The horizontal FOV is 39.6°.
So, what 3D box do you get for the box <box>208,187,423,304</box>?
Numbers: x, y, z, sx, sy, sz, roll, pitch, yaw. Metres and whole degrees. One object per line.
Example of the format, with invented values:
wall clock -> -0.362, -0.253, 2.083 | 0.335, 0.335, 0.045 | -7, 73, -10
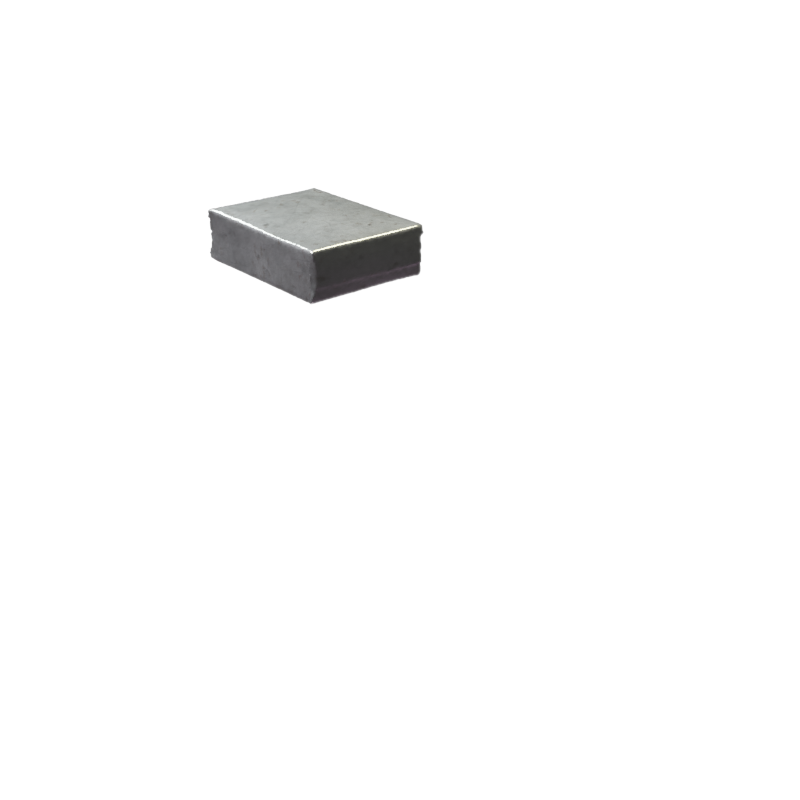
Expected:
box -> -0.055, -0.101, 0.710 | 0.088, 0.037, 0.121 | -18, 28, -37
